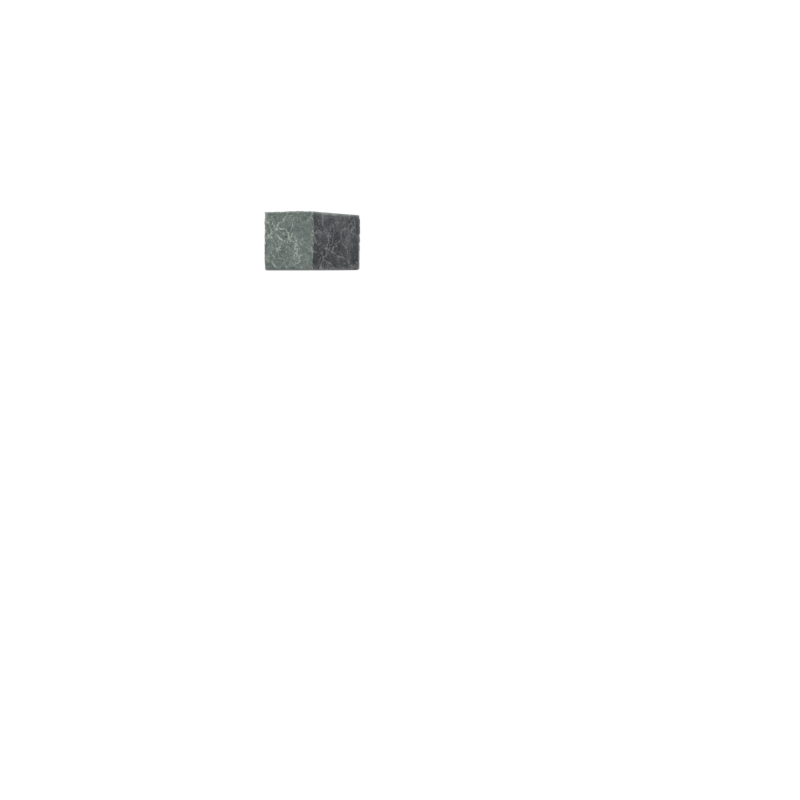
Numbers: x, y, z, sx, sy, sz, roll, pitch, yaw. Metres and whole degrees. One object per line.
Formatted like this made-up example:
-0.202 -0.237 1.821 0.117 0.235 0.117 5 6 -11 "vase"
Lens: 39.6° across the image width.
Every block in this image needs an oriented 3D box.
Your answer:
-0.077 -0.140 0.978 0.055 0.051 0.075 2 4 31 "block"
